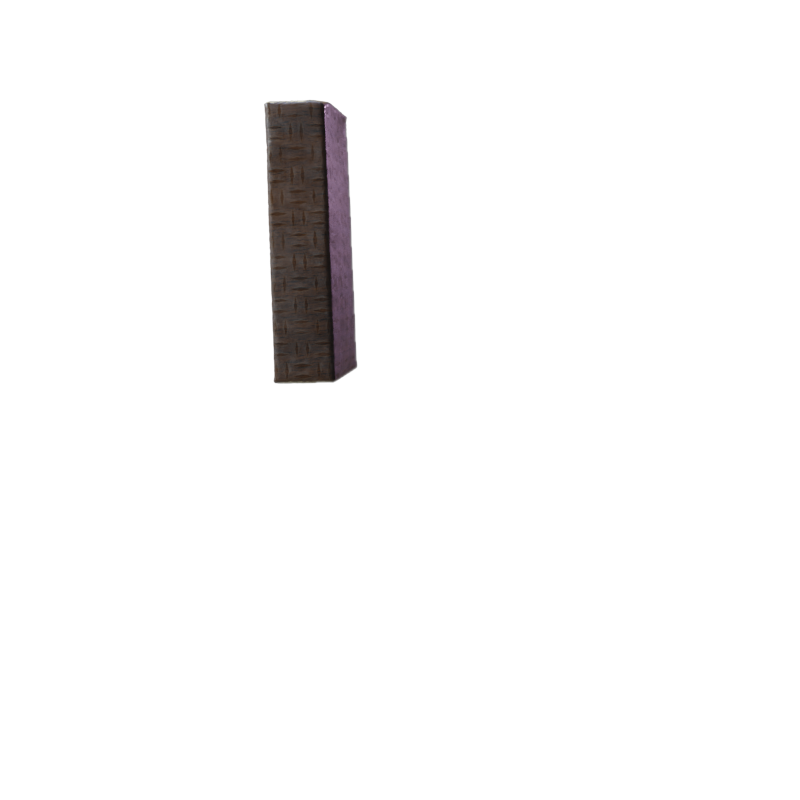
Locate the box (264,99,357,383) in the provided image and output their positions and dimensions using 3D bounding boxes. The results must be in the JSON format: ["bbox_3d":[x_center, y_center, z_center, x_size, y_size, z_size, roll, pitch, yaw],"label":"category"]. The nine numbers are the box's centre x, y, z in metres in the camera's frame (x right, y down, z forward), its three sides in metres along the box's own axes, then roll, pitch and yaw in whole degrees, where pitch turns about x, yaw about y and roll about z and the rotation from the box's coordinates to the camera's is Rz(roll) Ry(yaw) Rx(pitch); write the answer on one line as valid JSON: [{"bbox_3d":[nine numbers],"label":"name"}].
[{"bbox_3d":[-0.057,-0.104,0.727,0.049,0.176,0.093,0,2,7],"label":"box"}]
